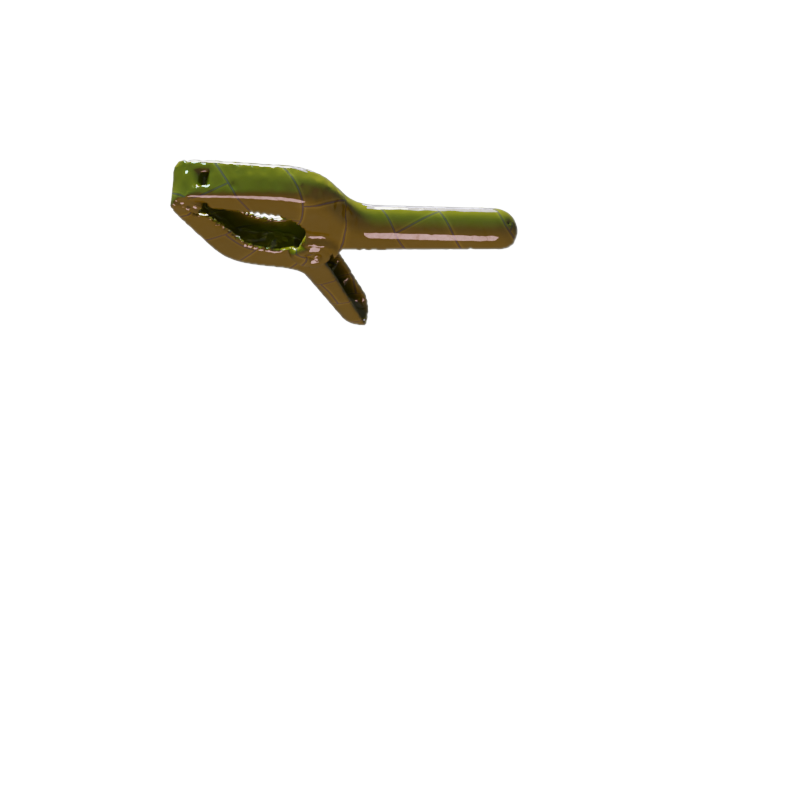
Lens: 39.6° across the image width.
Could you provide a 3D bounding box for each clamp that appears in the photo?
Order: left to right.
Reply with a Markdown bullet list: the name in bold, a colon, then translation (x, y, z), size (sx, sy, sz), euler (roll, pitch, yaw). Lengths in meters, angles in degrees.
- **clamp**: translation (-0.056, -0.101, 0.709), size (0.201, 0.038, 0.162), euler (13, -26, -27)
